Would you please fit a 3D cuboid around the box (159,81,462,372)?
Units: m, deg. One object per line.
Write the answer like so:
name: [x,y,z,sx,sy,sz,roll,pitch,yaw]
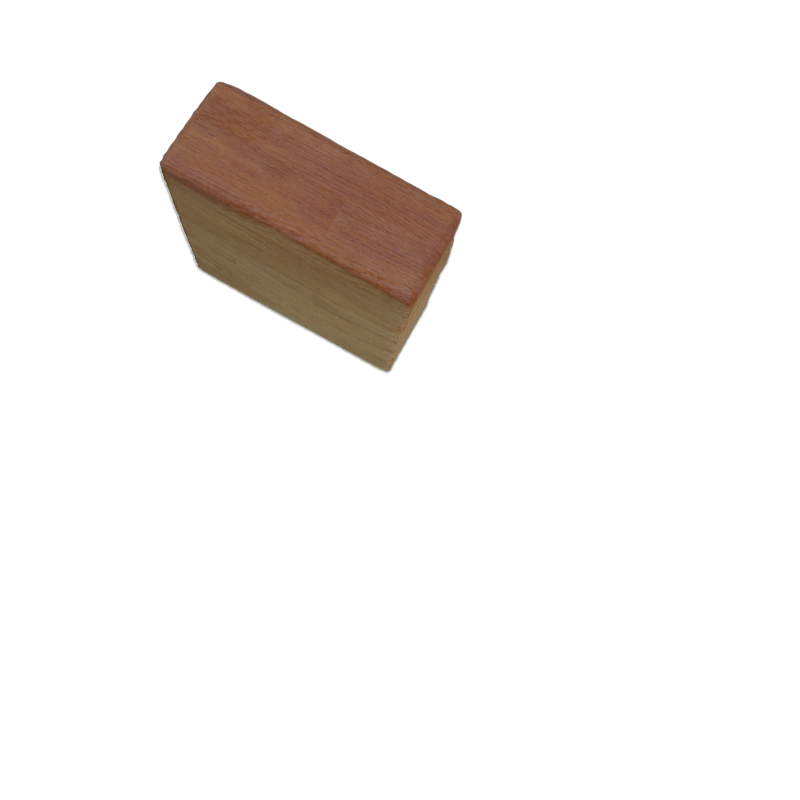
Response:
box: [-0.056,-0.102,0.713,0.167,0.073,0.207,30,-11,4]
